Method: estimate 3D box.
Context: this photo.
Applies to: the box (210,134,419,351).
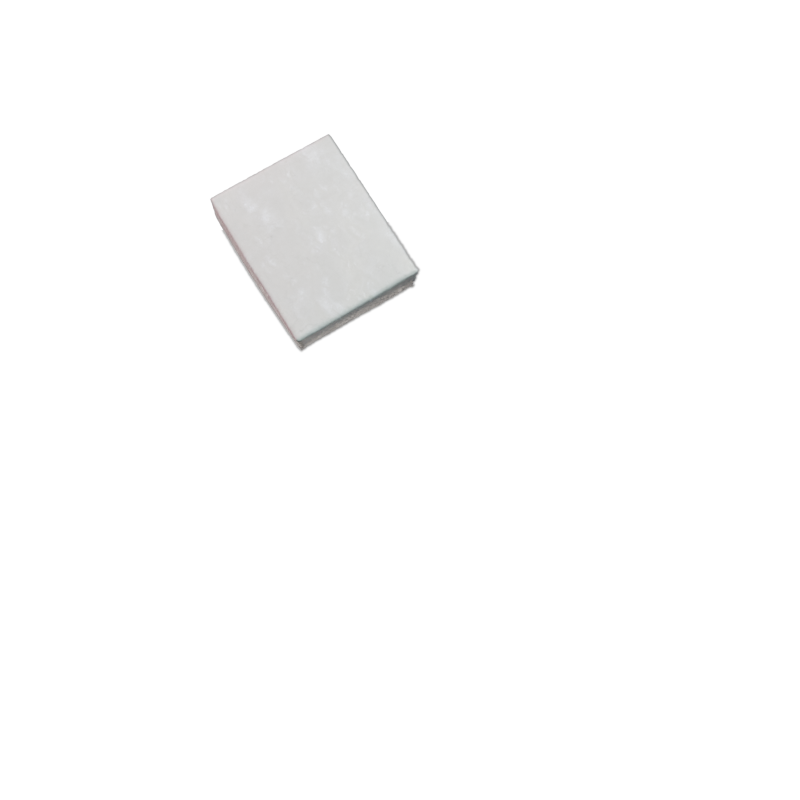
[{"bbox_3d":[-0.056,-0.101,0.711,0.090,0.118,0.037,-30,-14,-9],"label":"box"}]
